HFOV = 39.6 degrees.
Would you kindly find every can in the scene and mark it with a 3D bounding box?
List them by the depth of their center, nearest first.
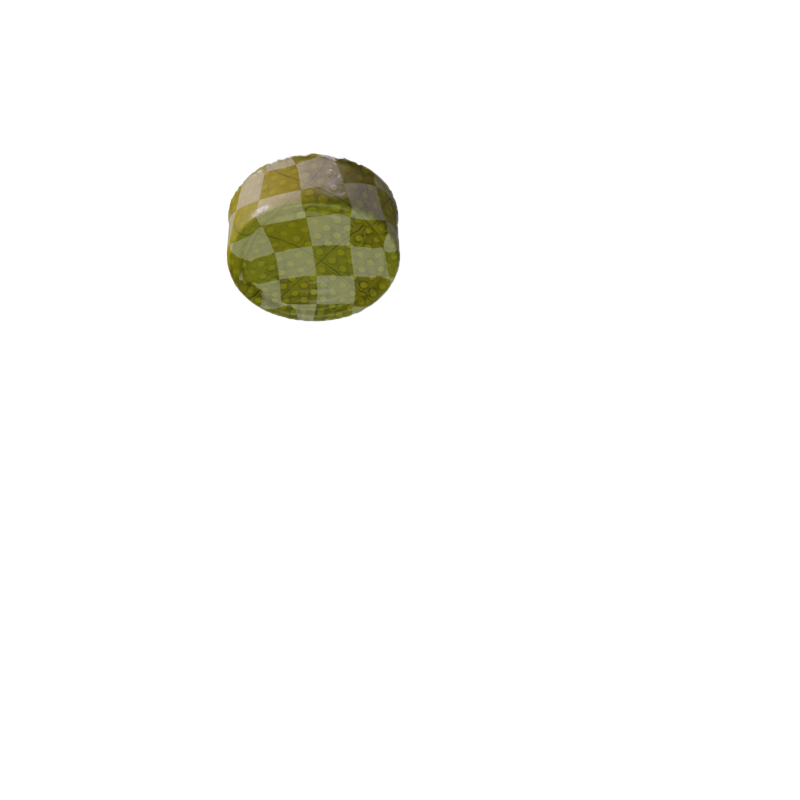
[{"bbox_3d":[-0.043,-0.078,0.547,0.086,0.036,0.080,1,-42,-1],"label":"can"}]
